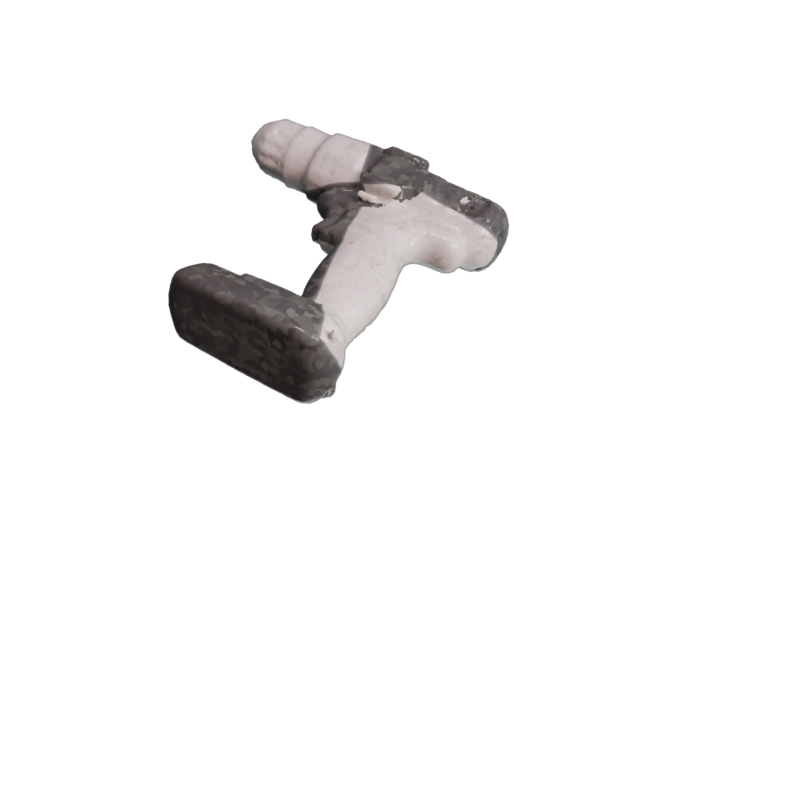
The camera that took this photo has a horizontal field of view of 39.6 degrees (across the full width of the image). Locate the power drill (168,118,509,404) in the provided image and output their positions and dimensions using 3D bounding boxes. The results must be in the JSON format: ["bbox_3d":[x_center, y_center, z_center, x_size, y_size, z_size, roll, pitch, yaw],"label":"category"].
[{"bbox_3d":[-0.052,-0.095,0.667,0.193,0.053,0.192,24,50,22],"label":"power drill"}]
